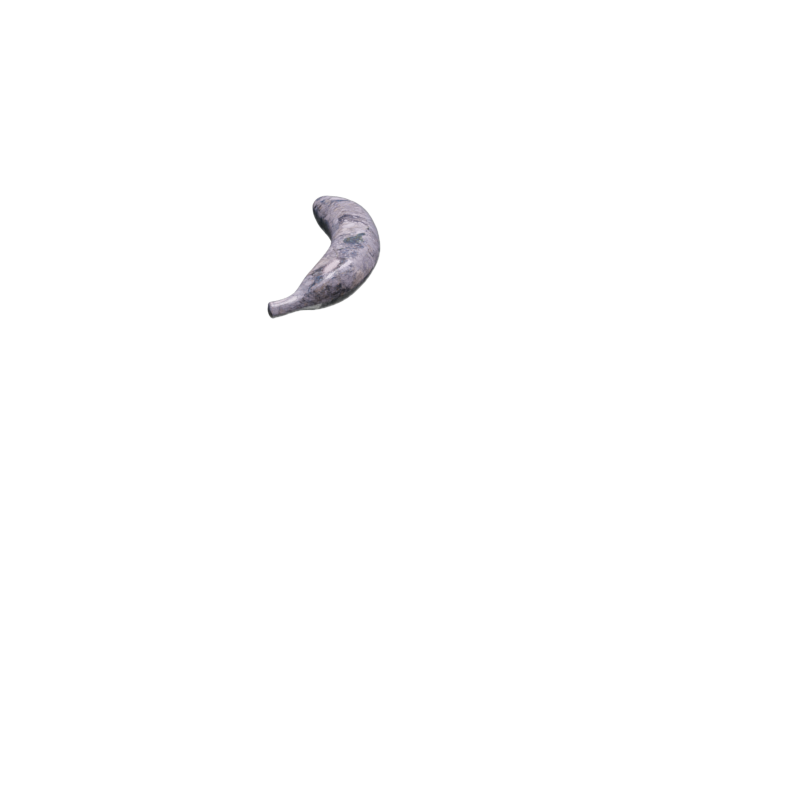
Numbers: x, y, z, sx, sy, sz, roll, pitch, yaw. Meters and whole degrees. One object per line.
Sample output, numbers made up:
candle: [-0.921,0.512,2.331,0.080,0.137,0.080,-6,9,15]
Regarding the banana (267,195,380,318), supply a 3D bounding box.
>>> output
banana: [-0.049,-0.118,0.847,0.070,0.035,0.207,3,30,5]
